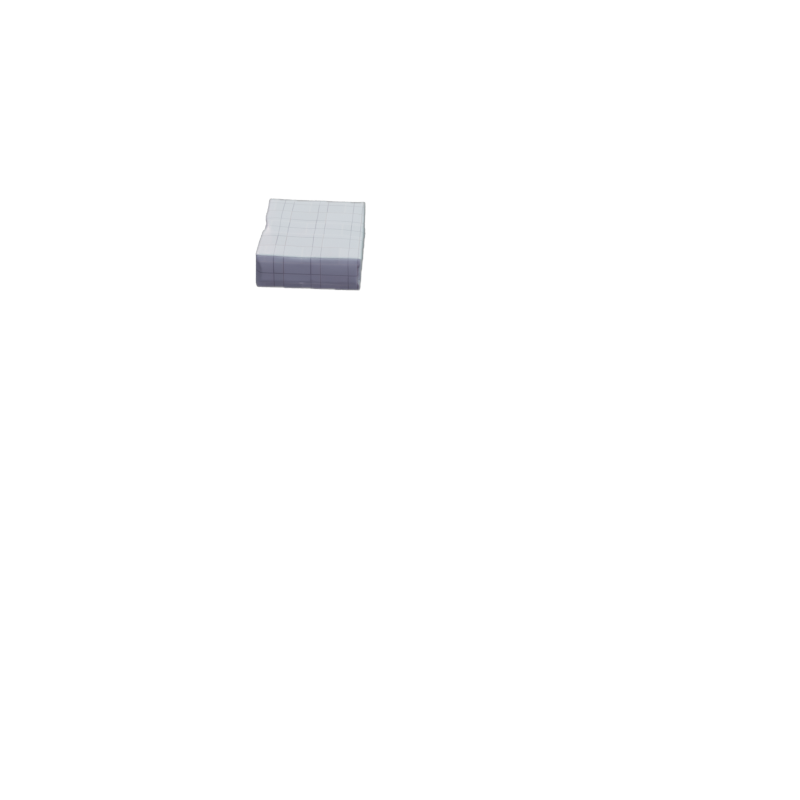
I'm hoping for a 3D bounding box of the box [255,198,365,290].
[{"bbox_3d":[-0.062,-0.114,0.797,0.073,0.028,0.095,2,35,2],"label":"box"}]
